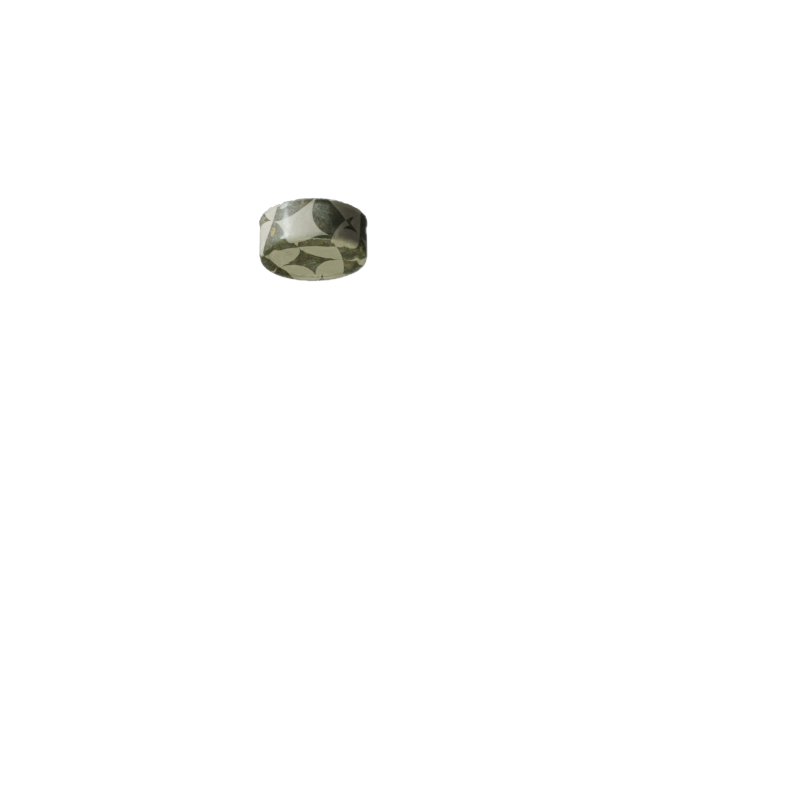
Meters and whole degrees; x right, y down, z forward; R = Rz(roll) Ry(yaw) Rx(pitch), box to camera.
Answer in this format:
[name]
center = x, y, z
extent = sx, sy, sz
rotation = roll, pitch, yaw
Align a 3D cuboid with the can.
[can]
center = -0.068, -0.124, 0.870
extent = 0.086, 0.035, 0.082
rotation = 0, -19, -2
